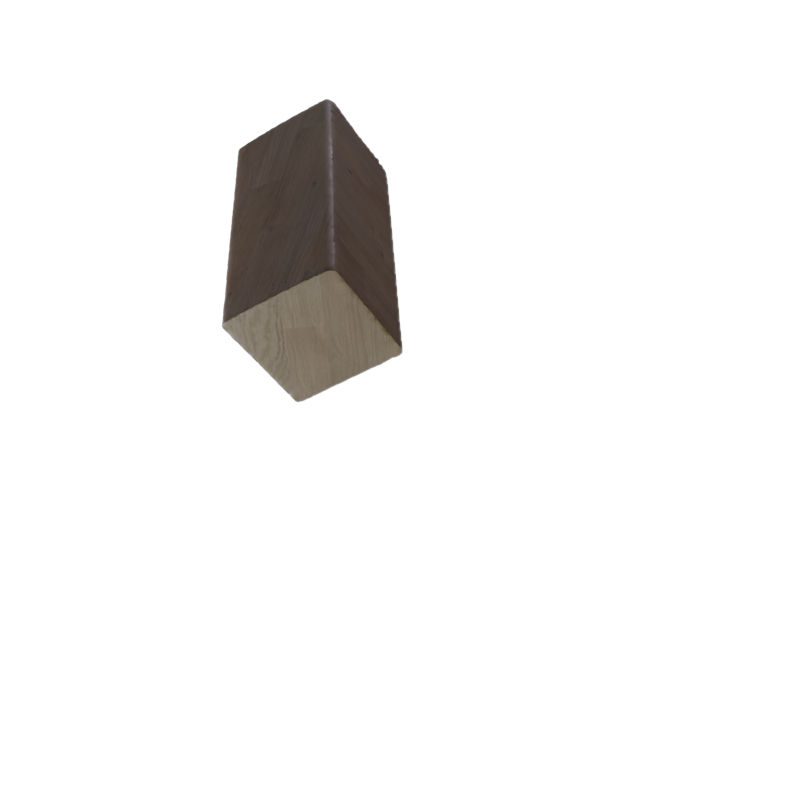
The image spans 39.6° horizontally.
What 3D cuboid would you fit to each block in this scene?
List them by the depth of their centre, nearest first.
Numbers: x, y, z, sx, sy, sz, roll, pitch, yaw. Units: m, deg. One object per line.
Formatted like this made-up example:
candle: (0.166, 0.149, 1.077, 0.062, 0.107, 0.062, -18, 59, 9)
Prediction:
block: (-0.063, -0.116, 0.807, 0.090, 0.221, 0.084, -26, -51, 19)
